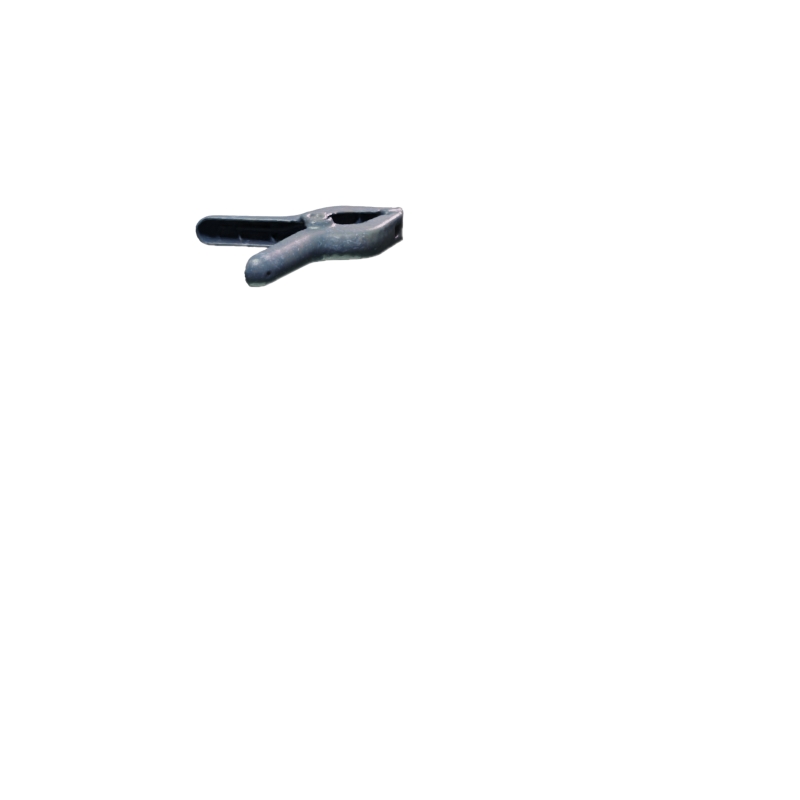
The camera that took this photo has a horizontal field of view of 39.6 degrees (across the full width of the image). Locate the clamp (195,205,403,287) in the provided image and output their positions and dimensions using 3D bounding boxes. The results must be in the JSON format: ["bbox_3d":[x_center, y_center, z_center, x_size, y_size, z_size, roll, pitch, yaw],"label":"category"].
[{"bbox_3d":[-0.070,-0.127,0.888,0.169,0.037,0.129,-10,34,-16],"label":"clamp"}]
